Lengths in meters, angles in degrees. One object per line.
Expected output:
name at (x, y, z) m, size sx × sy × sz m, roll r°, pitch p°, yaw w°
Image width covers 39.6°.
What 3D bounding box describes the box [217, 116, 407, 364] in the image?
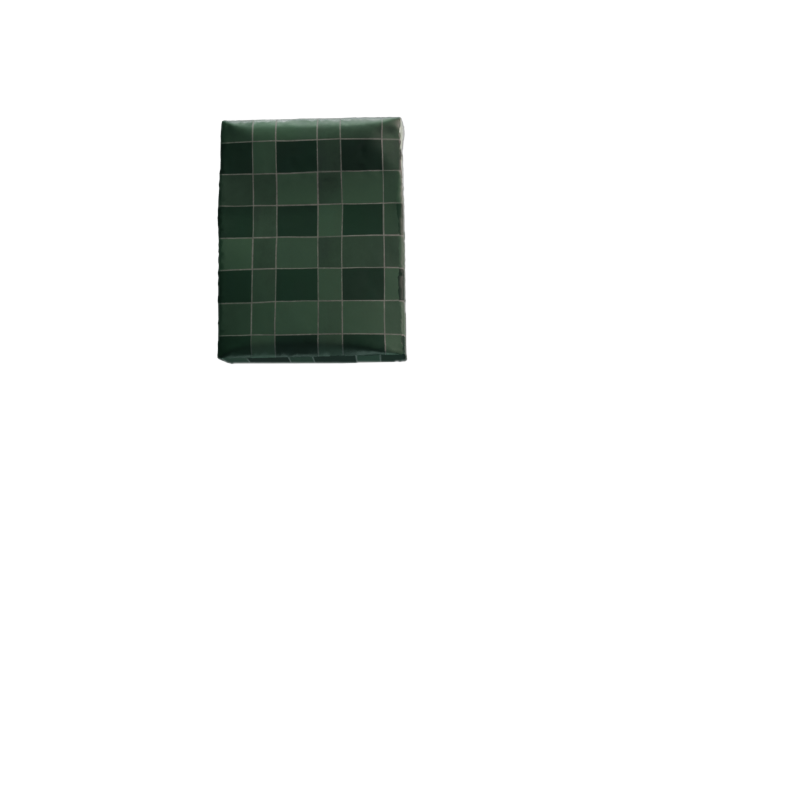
box at (-0.077, -0.140, 0.983) m, size 0.165 × 0.218 × 0.070 m, roll -1°, pitch -8°, yaw 4°
